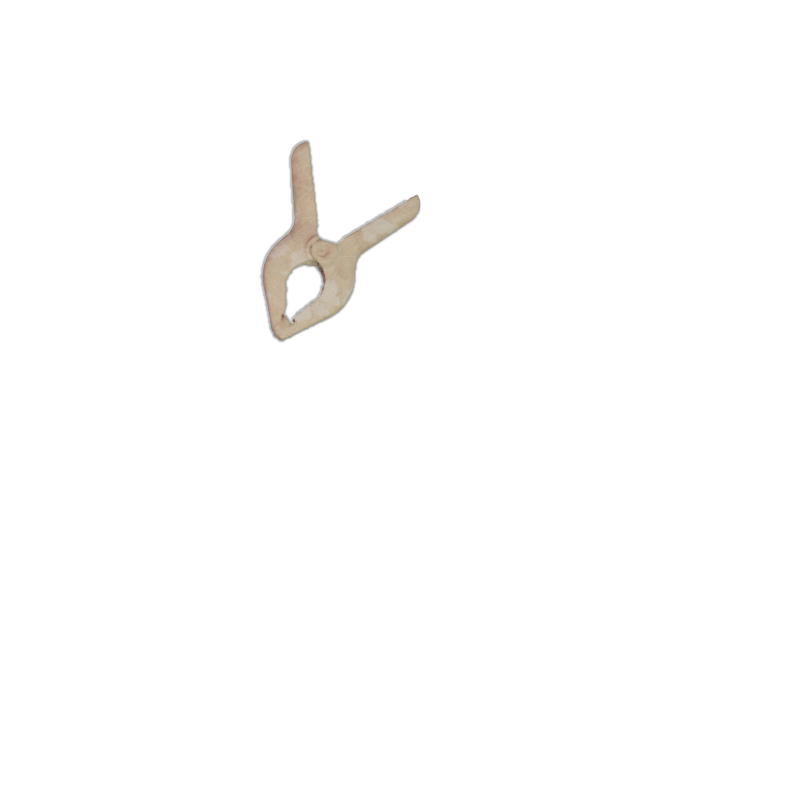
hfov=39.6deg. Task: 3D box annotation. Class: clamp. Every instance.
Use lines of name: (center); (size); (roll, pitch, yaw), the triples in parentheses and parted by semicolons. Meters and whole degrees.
clamp: (-0.074, -0.135, 0.949); (0.123, 0.174, 0.038); (33, -13, 8)
